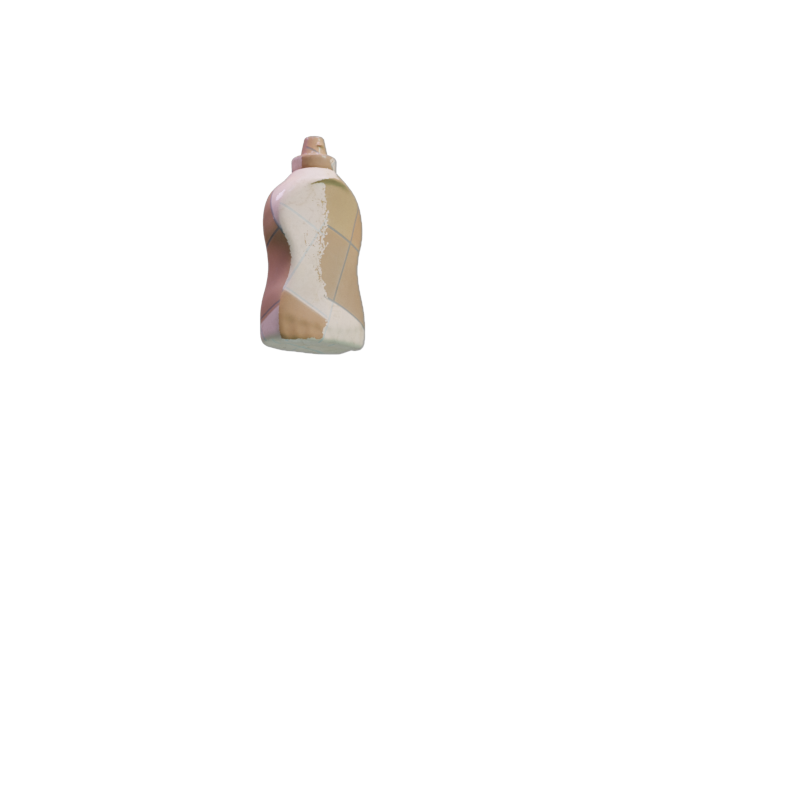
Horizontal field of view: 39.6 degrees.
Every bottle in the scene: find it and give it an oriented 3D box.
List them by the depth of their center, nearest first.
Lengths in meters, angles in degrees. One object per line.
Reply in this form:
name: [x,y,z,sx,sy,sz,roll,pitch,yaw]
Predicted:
bottle: [-0.076,-0.140,0.978,0.092,0.198,0.059,9,-16,-36]
